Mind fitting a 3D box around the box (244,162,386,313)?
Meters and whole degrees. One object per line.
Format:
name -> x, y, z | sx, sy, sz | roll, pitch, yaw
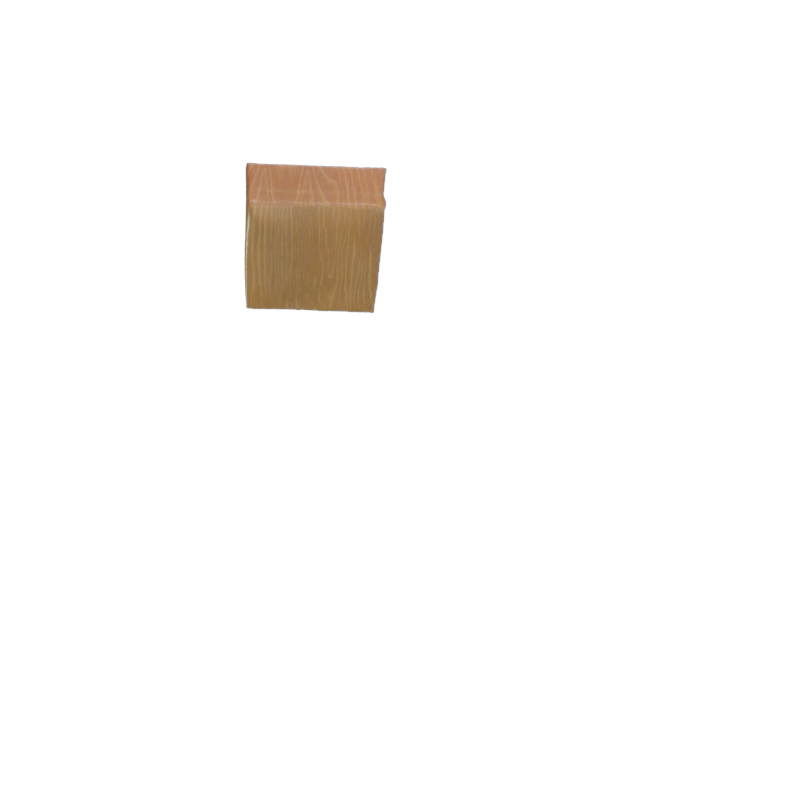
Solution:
box -> -0.057, -0.104, 0.729 | 0.089, 0.042, 0.106 | 2, -34, -4
